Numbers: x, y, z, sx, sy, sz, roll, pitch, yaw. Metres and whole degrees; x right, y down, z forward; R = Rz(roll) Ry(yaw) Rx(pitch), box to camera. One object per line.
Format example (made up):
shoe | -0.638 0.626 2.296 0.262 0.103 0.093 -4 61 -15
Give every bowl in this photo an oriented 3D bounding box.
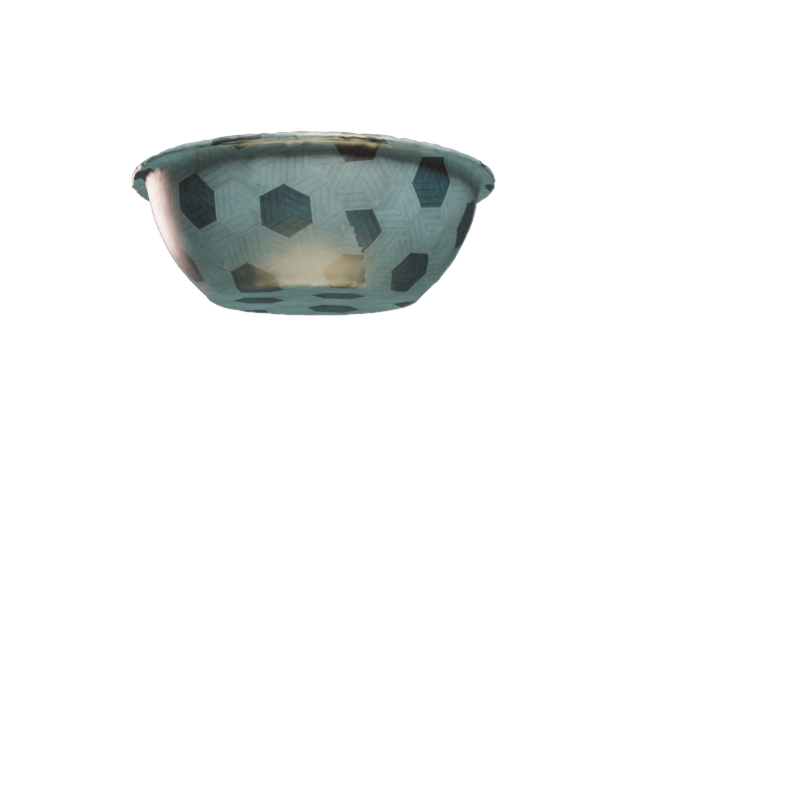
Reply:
bowl | -0.039 -0.070 0.493 0.162 0.056 0.159 0 -4 -2
